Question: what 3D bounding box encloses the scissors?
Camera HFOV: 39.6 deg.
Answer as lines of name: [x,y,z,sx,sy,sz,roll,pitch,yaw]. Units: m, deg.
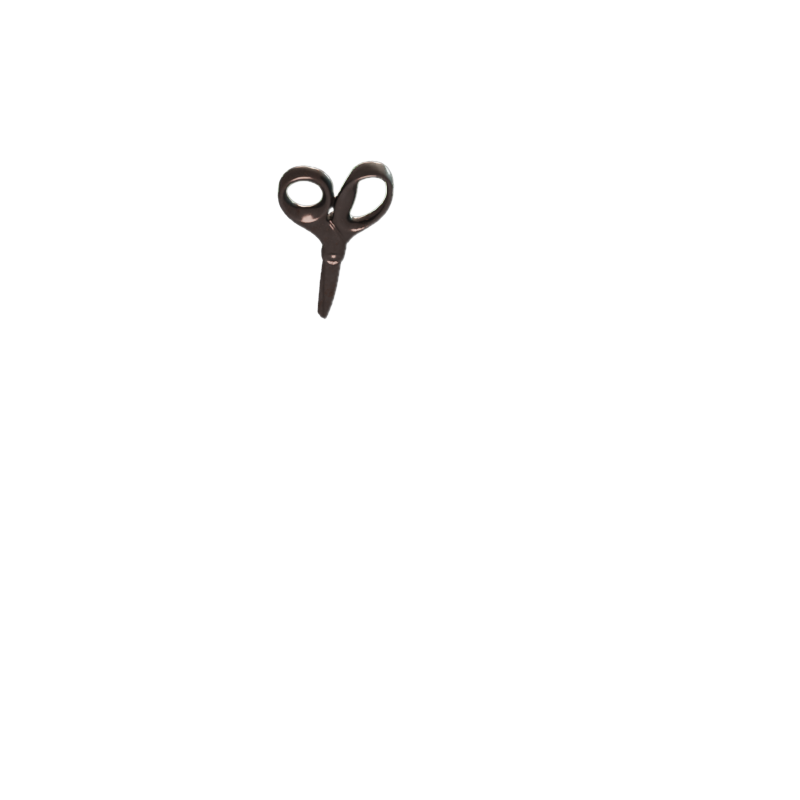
scissors: [-0.069,-0.127,0.886,0.093,0.017,0.195,13,-34,-20]
